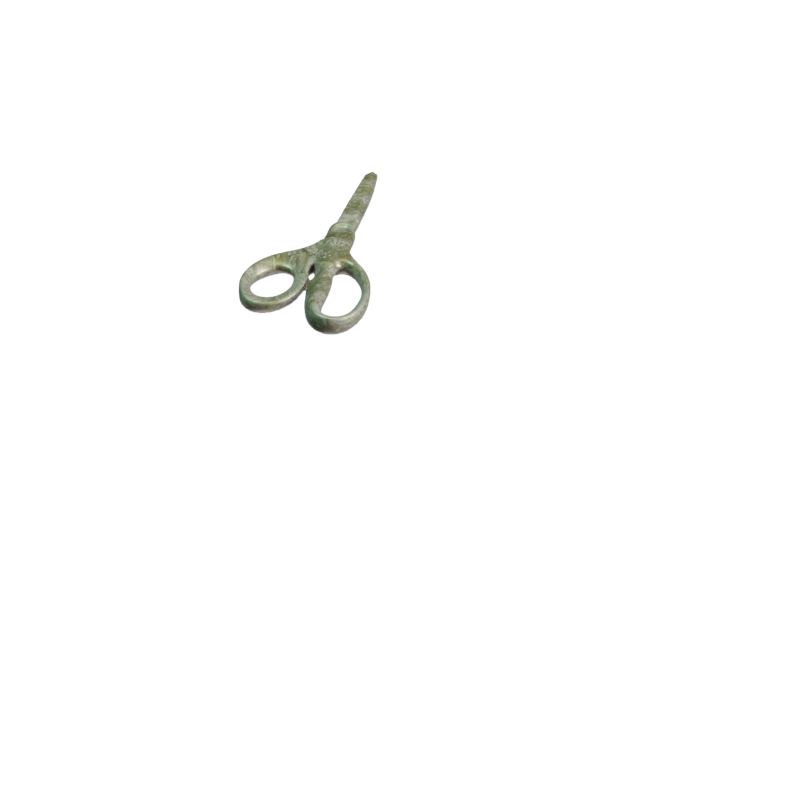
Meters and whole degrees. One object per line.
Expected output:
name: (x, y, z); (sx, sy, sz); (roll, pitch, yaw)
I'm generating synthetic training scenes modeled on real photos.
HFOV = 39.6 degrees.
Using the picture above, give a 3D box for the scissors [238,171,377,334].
scissors: (-0.061, -0.112, 0.783); (0.096, 0.015, 0.216); (-1, 38, -2)
